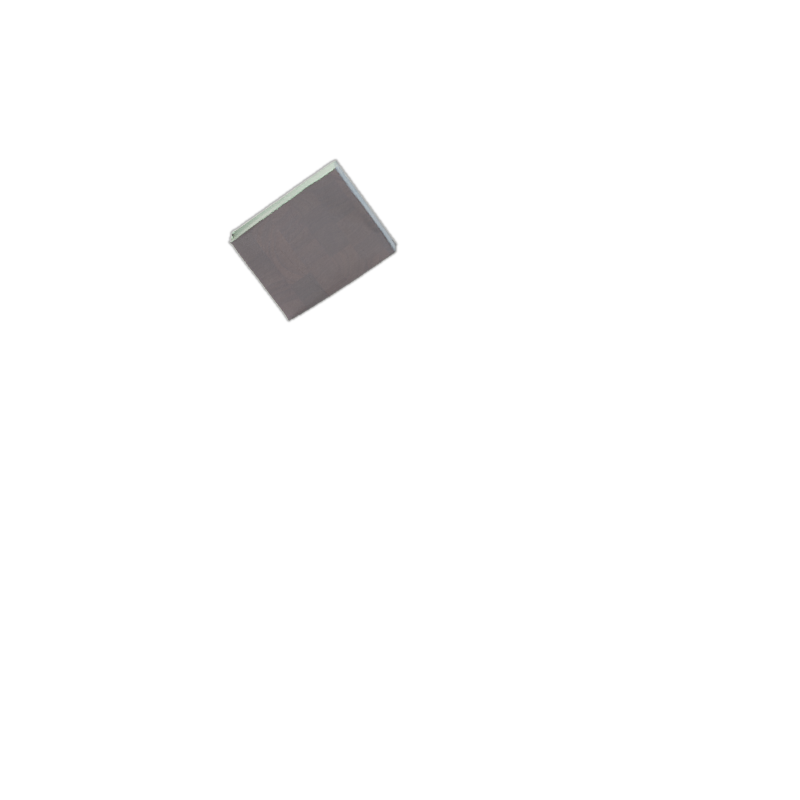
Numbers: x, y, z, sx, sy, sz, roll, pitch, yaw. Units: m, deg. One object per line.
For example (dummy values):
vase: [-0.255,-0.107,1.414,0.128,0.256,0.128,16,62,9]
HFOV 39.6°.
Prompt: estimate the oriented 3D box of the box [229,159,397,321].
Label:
box: [-0.073,-0.133,0.932,0.113,0.087,0.040,-34,12,7]
